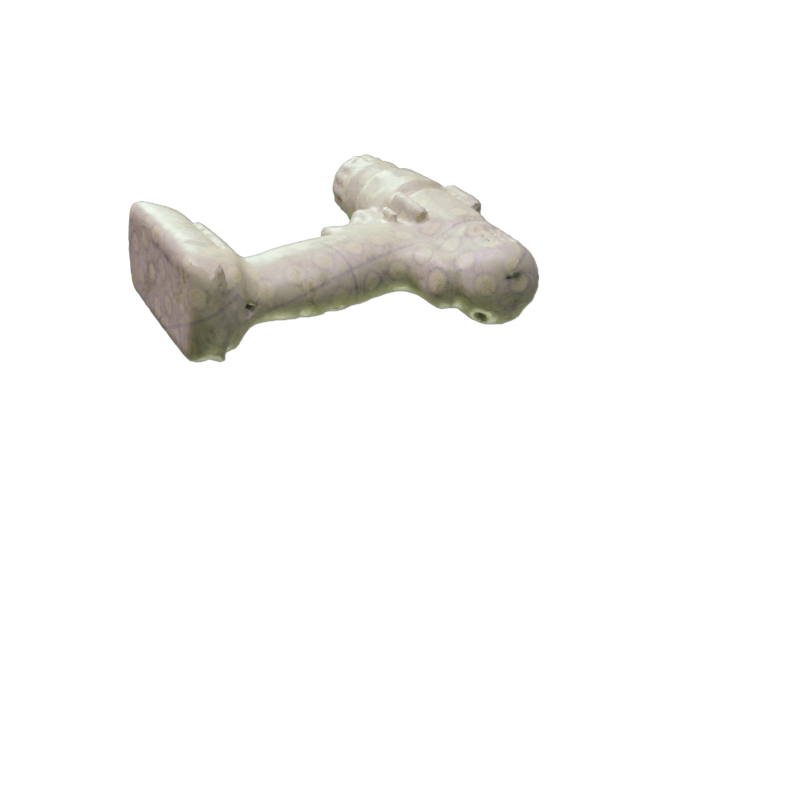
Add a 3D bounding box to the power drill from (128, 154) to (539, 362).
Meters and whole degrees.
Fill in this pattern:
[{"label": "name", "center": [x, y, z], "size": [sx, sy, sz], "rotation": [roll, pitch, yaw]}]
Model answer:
[{"label": "power drill", "center": [-0.047, -0.086, 0.600], "size": [0.184, 0.054, 0.198], "rotation": [-13, 31, -24]}]
